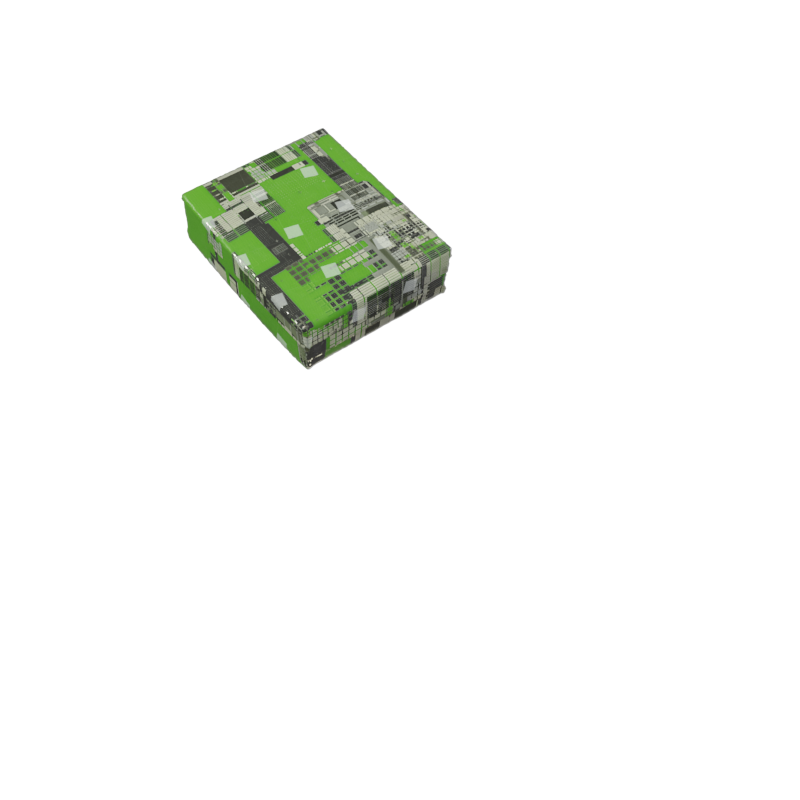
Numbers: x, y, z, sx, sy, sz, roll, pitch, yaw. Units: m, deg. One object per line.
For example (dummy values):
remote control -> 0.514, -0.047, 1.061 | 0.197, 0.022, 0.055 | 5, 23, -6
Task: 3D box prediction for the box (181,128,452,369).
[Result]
box -> -0.044, -0.080, 0.563 | 0.090, 0.122, 0.036 | -30, -32, -21
